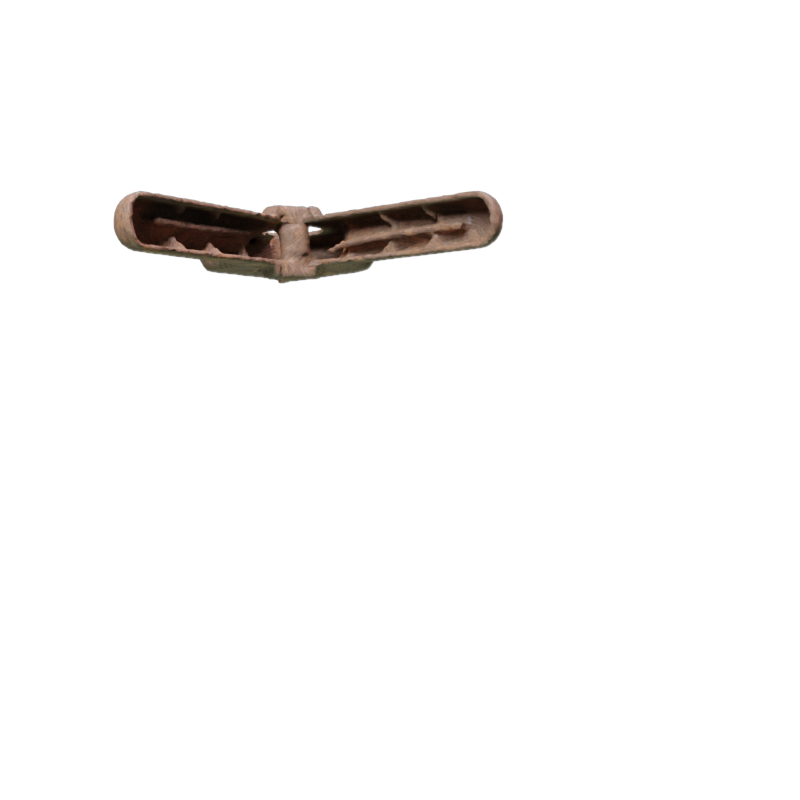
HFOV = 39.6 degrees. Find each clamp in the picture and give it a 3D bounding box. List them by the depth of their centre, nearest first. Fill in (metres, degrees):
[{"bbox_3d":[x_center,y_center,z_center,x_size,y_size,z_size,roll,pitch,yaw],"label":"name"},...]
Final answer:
[{"bbox_3d":[-0.043,-0.079,0.553,0.164,0.037,0.209,0,2,-2],"label":"clamp"}]
